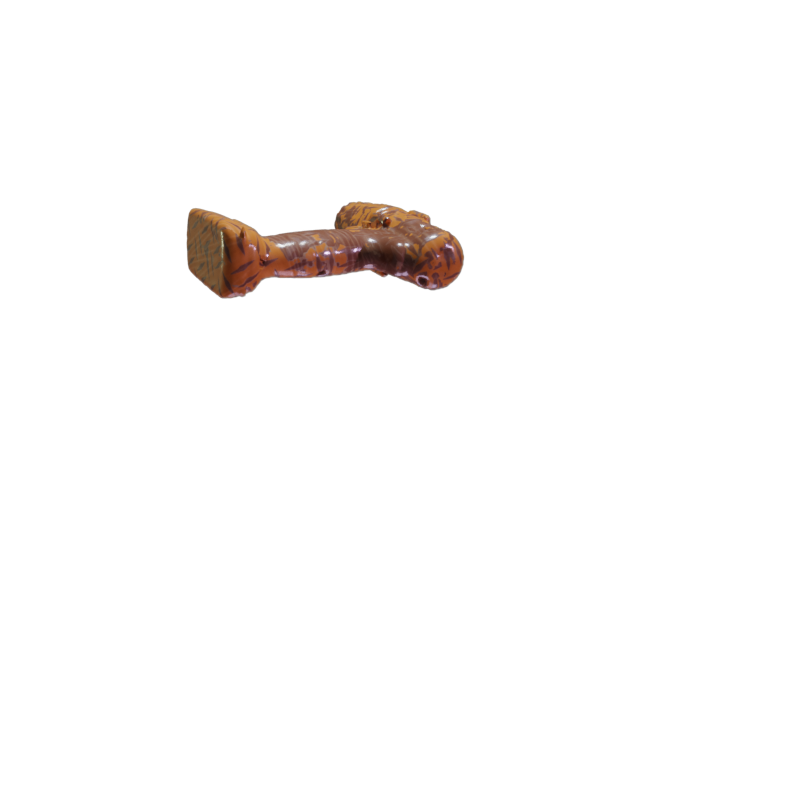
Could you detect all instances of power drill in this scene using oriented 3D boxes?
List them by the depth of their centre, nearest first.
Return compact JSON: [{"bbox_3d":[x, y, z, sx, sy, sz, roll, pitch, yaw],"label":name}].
[{"bbox_3d":[-0.068,-0.124,0.867,0.183,0.056,0.195,-7,18,-22],"label":"power drill"}]
